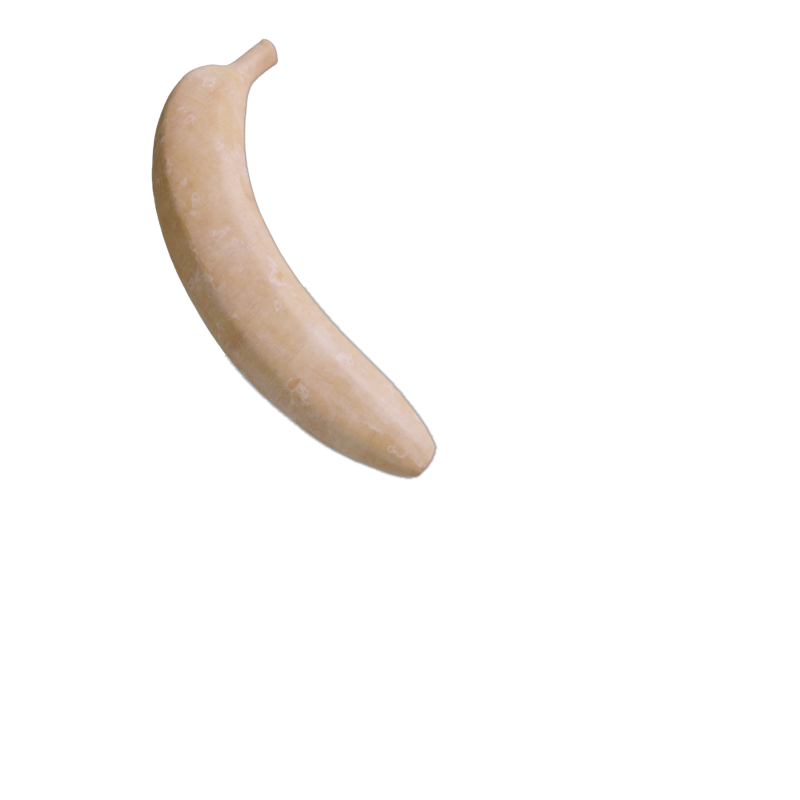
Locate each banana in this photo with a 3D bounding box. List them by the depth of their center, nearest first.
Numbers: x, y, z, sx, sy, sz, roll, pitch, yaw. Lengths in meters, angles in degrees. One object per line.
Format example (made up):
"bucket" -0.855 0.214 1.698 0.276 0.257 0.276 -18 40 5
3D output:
"banana" -0.051 -0.058 0.417 0.069 0.210 0.035 -17 -24 -8
